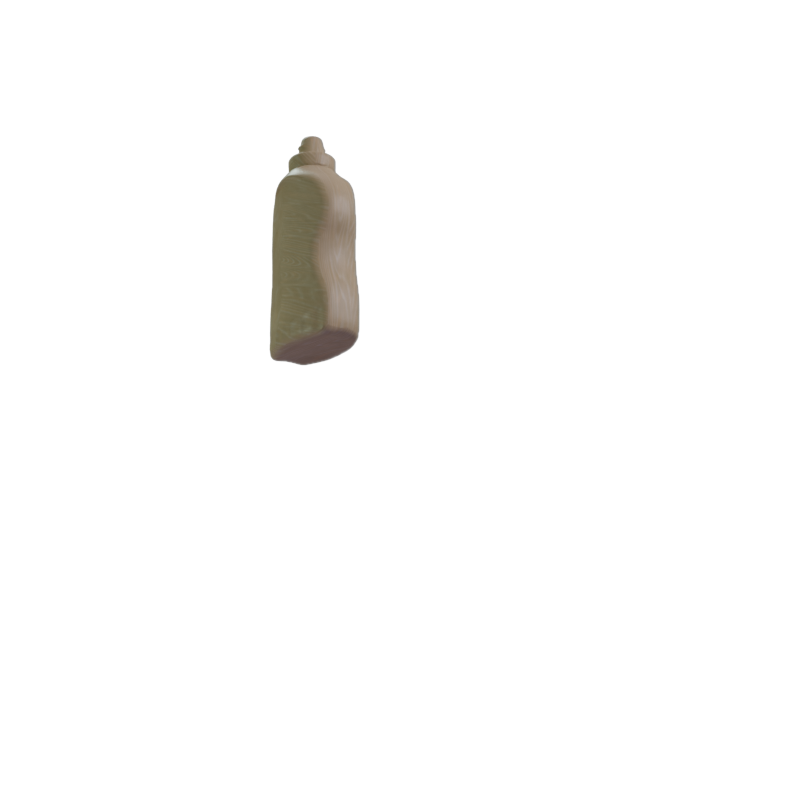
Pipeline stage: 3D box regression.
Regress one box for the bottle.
[{"bbox_3d":[-0.073,-0.133,0.928,0.056,0.201,0.095,11,-24,-29],"label":"bottle"}]
